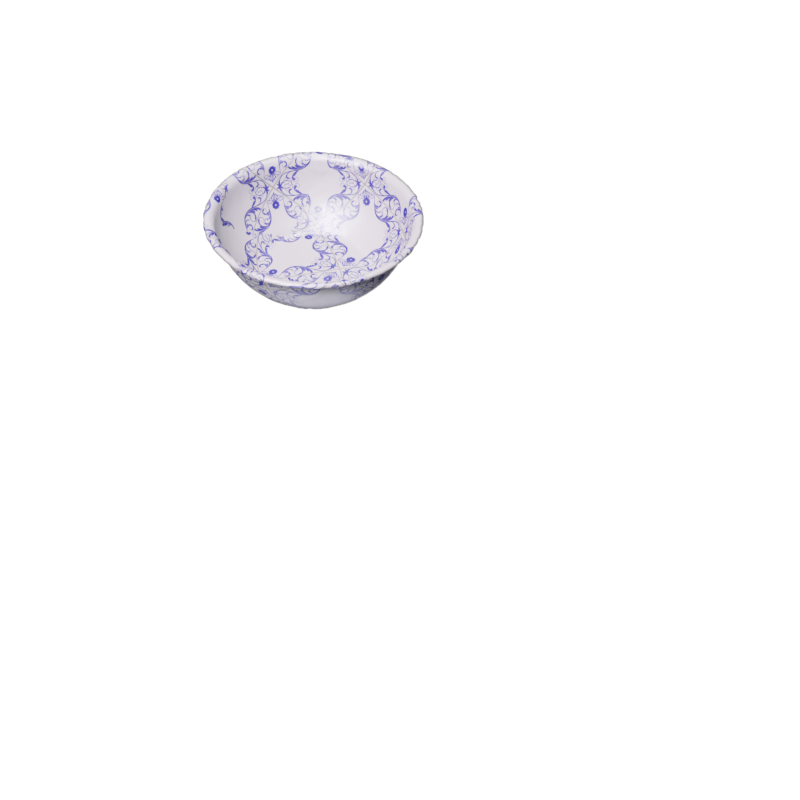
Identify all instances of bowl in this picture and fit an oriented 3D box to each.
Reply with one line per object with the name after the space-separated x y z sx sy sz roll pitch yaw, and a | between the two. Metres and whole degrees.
-0.065 -0.118 0.827 0.162 0.051 0.174 -1 43 -1 | bowl
